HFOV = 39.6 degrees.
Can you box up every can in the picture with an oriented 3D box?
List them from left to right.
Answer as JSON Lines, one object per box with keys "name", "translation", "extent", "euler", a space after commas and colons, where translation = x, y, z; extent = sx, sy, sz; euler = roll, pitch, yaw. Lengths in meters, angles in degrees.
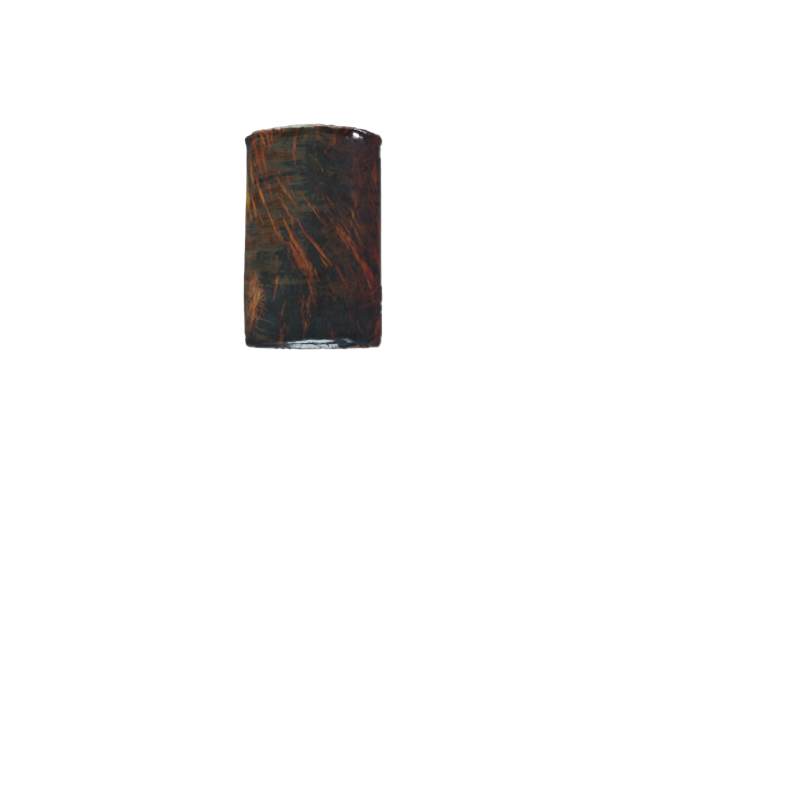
{"name": "can", "translation": [-0.042, -0.077, 0.540], "extent": [0.068, 0.104, 0.068], "euler": [0, -5, -2]}
